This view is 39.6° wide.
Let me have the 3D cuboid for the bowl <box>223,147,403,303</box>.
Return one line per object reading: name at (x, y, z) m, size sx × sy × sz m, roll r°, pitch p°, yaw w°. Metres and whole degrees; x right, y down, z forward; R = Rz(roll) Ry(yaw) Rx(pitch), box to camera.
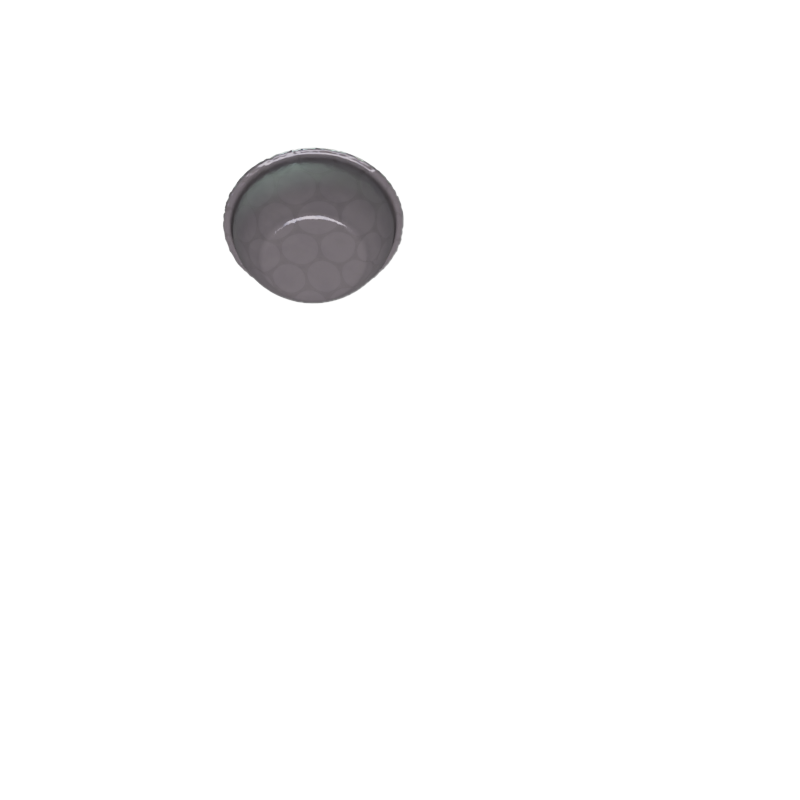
bowl at (-0.076, -0.139, 0.971) m, size 0.162 × 0.151 × 0.059 m, roll 1°, pitch 38°, yaw -1°
